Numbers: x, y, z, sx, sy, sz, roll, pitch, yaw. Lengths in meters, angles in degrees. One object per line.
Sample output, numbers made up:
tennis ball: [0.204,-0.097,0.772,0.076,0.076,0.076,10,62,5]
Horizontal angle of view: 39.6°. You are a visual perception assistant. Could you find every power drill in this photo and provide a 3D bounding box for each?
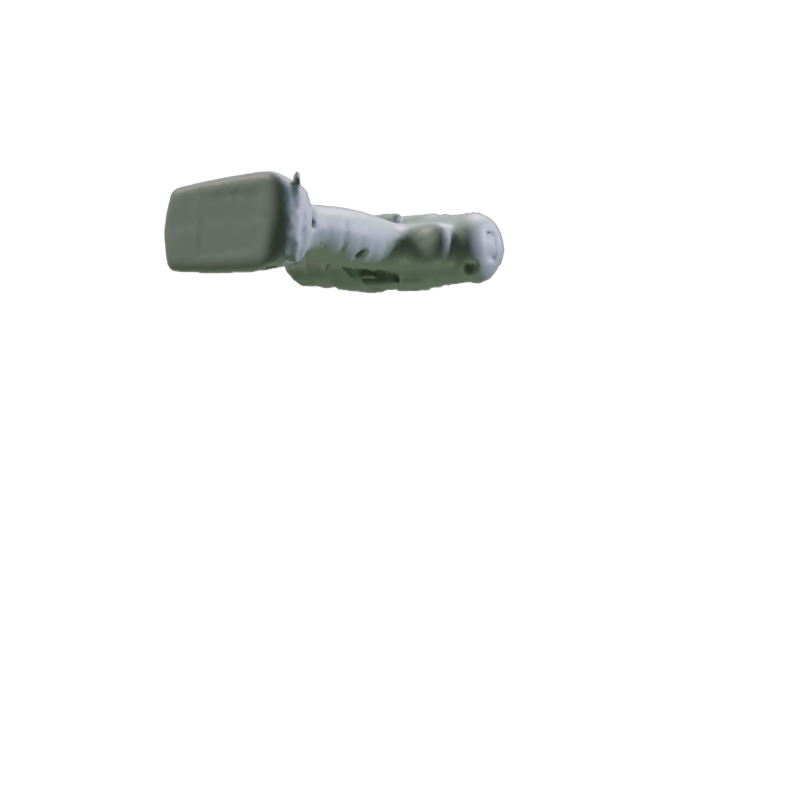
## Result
power drill: [-0.056,-0.102,0.714,0.191,0.058,0.179,0,0,43]
